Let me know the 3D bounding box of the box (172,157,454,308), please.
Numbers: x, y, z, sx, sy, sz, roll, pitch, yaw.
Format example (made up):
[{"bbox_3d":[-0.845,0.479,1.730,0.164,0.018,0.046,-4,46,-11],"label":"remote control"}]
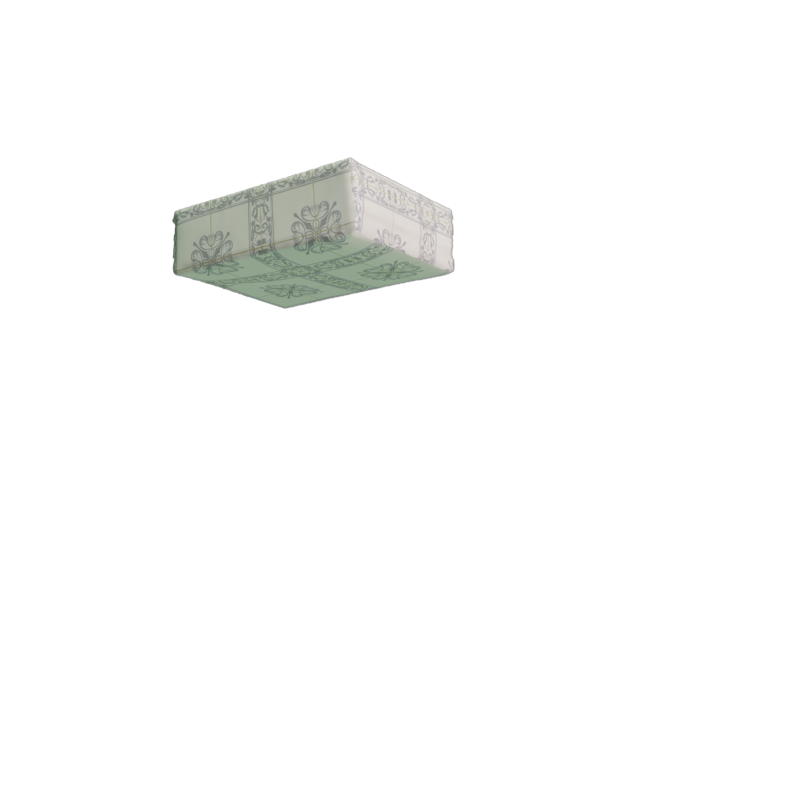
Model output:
[{"bbox_3d":[-0.043,-0.079,0.551,0.116,0.040,0.085,-7,-12,34],"label":"box"}]
